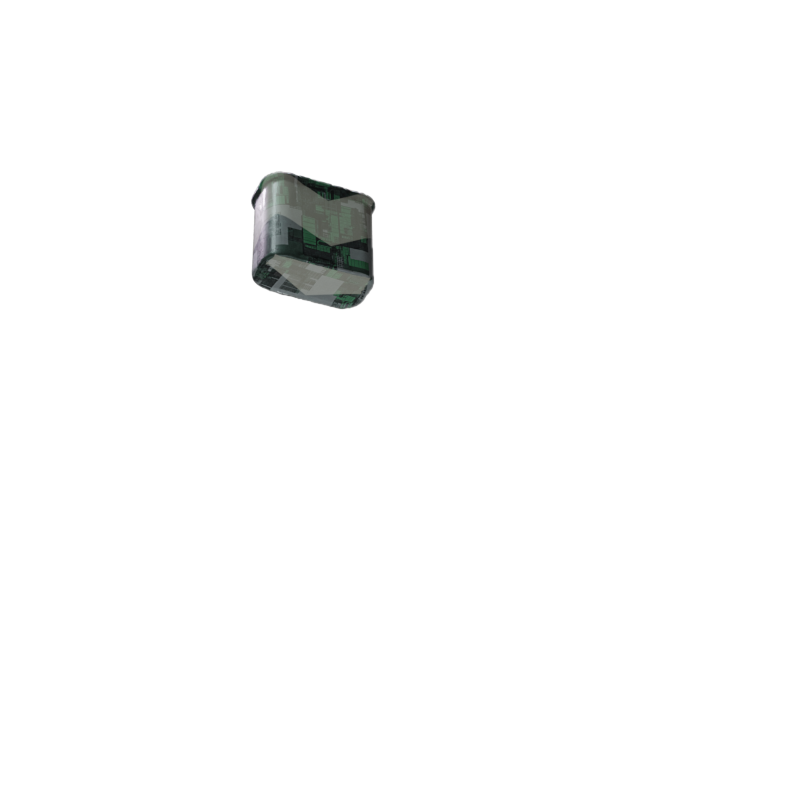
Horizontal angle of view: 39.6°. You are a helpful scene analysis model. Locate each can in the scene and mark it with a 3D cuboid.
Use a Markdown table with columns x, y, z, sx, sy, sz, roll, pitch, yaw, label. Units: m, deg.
| x | y | z | sx | sy | sz | roll | pitch | yaw | label |
| --- | --- | --- | --- | --- | --- | --- | --- | --- | --- |
| -0.071 | -0.129 | 0.905 | 0.098 | 0.090 | 0.055 | 13 | -37 | -20 | can |
